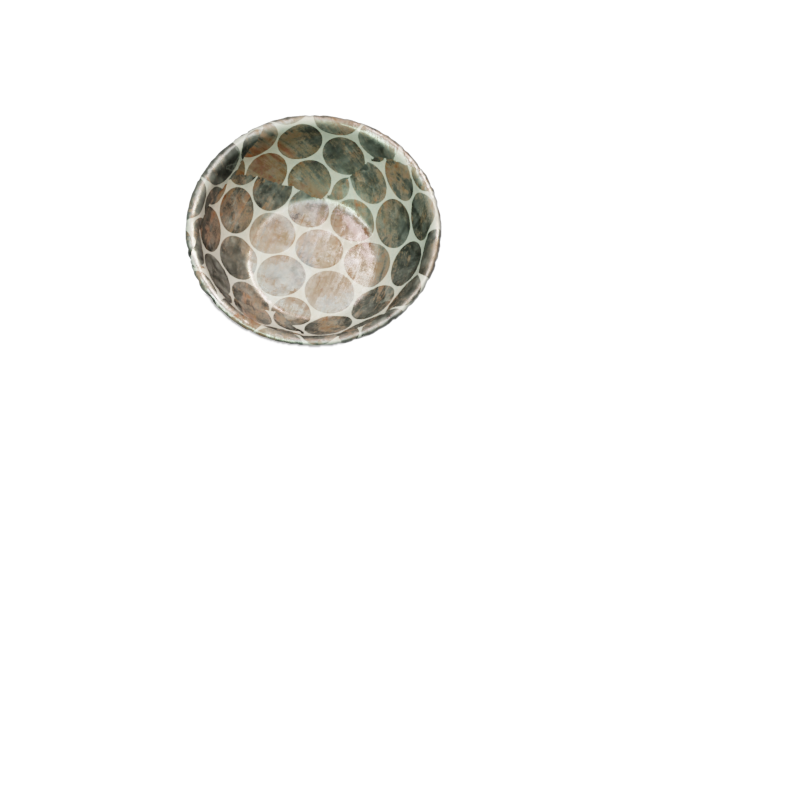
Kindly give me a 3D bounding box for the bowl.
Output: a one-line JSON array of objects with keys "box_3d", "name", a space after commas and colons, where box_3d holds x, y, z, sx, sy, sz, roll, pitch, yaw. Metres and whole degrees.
[{"box_3d": [-0.057, -0.103, 0.723, 0.162, 0.171, 0.052, -1, -23, -1], "name": "bowl"}]
